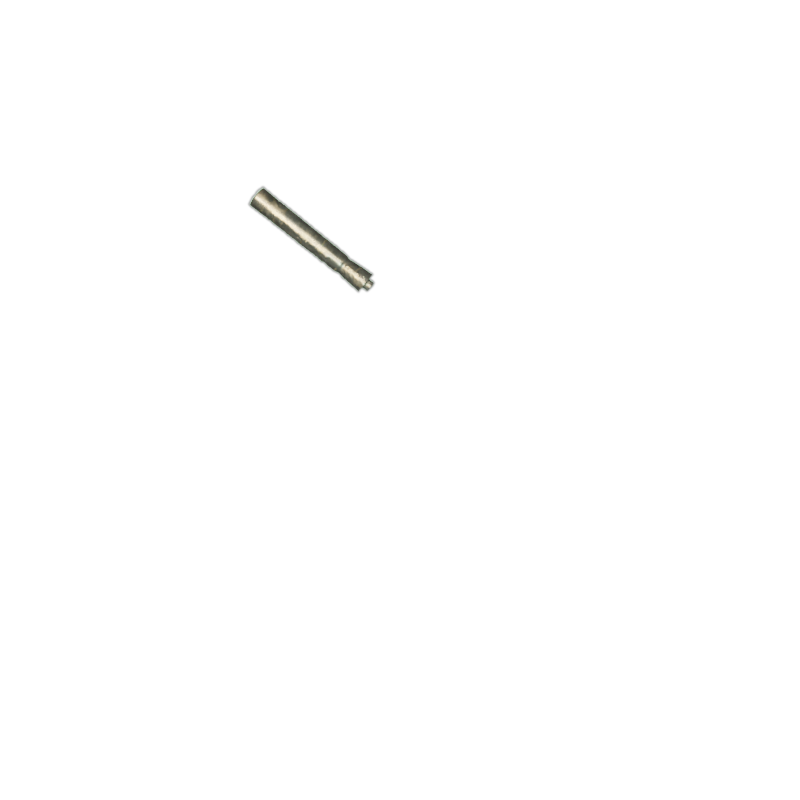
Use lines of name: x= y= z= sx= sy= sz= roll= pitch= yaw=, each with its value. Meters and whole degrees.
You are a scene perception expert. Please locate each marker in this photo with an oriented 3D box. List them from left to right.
marker: x=-0.071 y=-0.130 z=0.907 sx=0.122 sy=0.020 sz=0.020 roll=39 pitch=5 yaw=4
